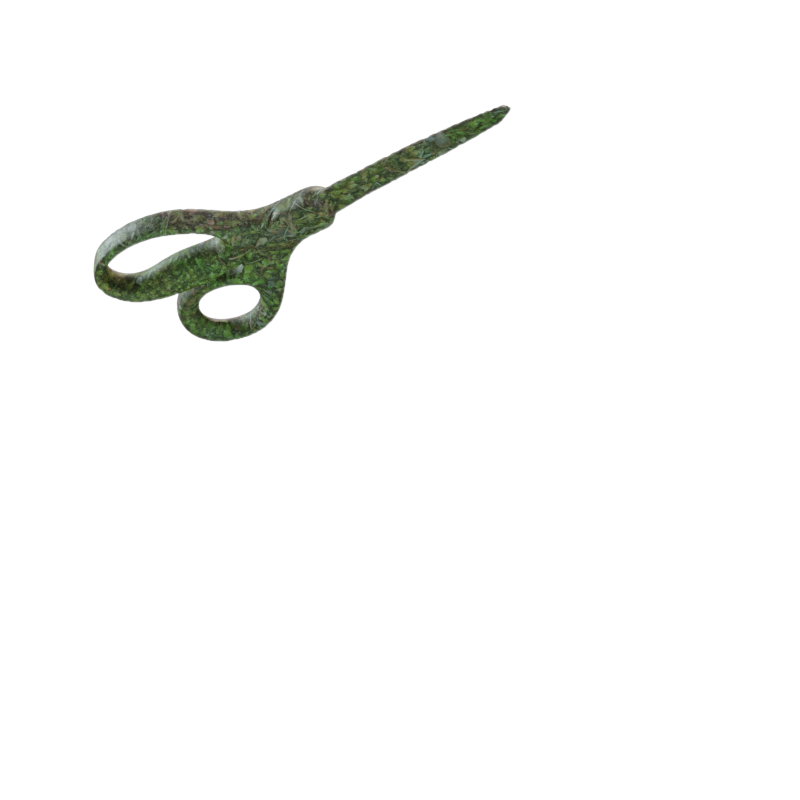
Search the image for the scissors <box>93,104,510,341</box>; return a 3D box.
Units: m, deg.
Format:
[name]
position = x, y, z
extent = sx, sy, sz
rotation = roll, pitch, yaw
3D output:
[scissors]
position = -0.038, -0.070, 0.489
extent = 0.204, 0.017, 0.089
rotation = -12, -36, 17
